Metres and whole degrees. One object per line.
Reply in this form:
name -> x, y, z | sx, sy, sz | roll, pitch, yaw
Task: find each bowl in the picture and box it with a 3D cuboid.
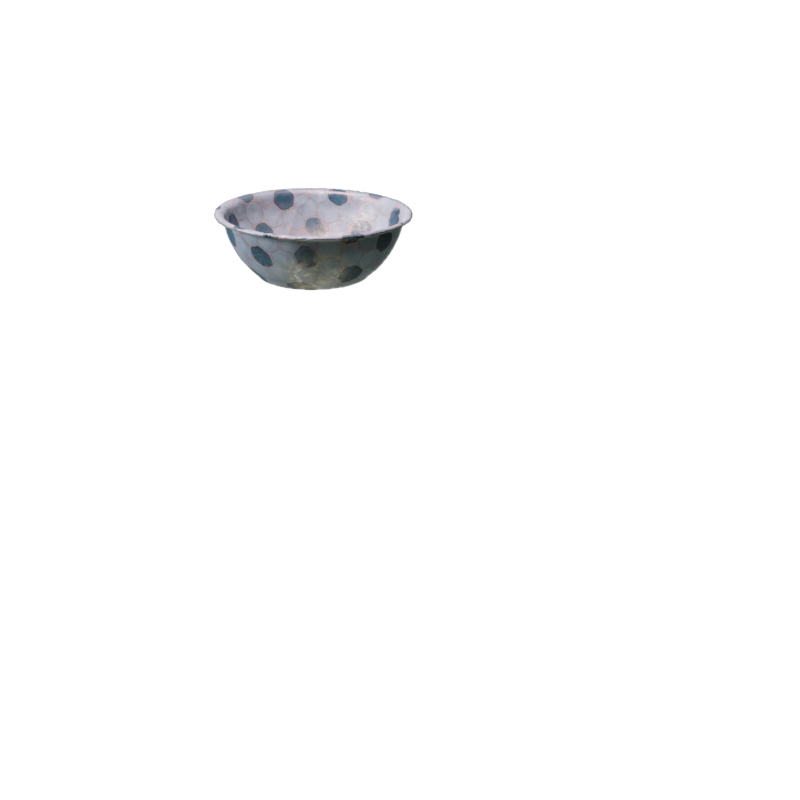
bowl -> -0.071, -0.130, 0.909 | 0.162, 0.053, 0.170 | -1, 22, -2
